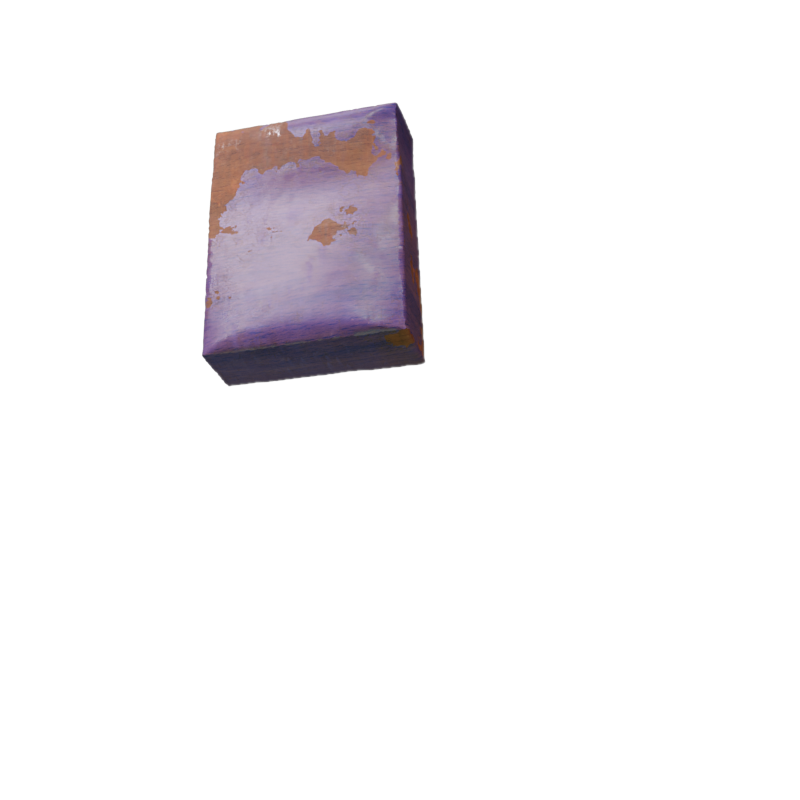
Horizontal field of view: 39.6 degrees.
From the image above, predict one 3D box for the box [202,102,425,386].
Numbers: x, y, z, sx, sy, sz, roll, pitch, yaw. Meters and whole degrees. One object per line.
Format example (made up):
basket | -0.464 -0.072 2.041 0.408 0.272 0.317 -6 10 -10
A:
box | -0.070 -0.129 0.900 0.166 0.227 0.067 -8 -28 12
